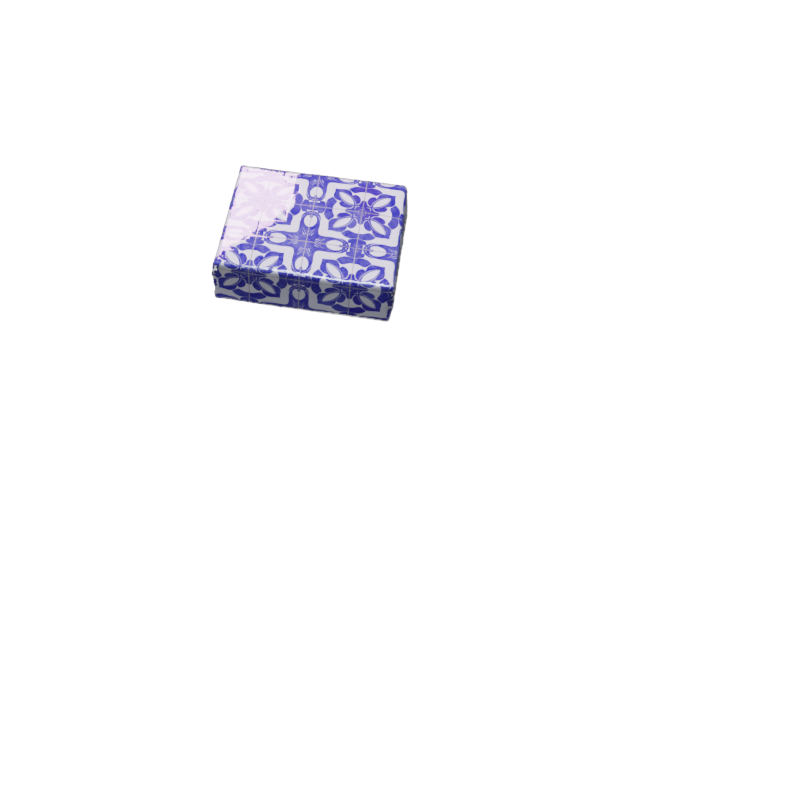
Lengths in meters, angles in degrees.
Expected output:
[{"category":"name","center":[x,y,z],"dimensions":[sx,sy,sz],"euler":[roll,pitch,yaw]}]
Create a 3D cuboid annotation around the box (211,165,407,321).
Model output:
[{"category":"box","center":[-0.055,-0.100,0.703],"dimensions":[0.114,0.096,0.036],"euler":[6,-41,4]}]
